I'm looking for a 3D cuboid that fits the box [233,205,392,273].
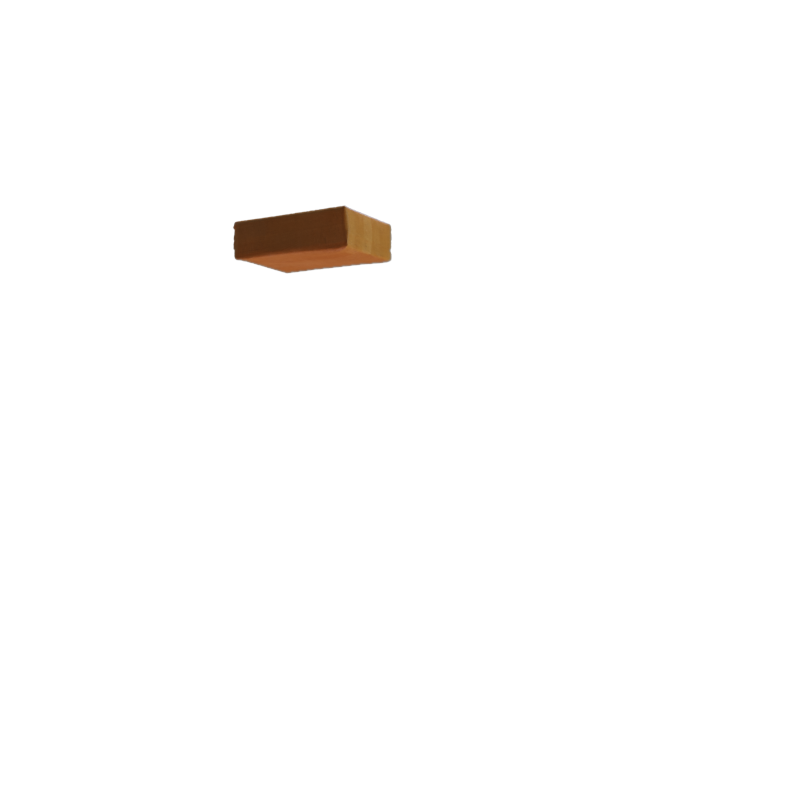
[{"bbox_3d":[-0.076,-0.139,0.970,0.117,0.039,0.086,-1,-3,27],"label":"box"}]
